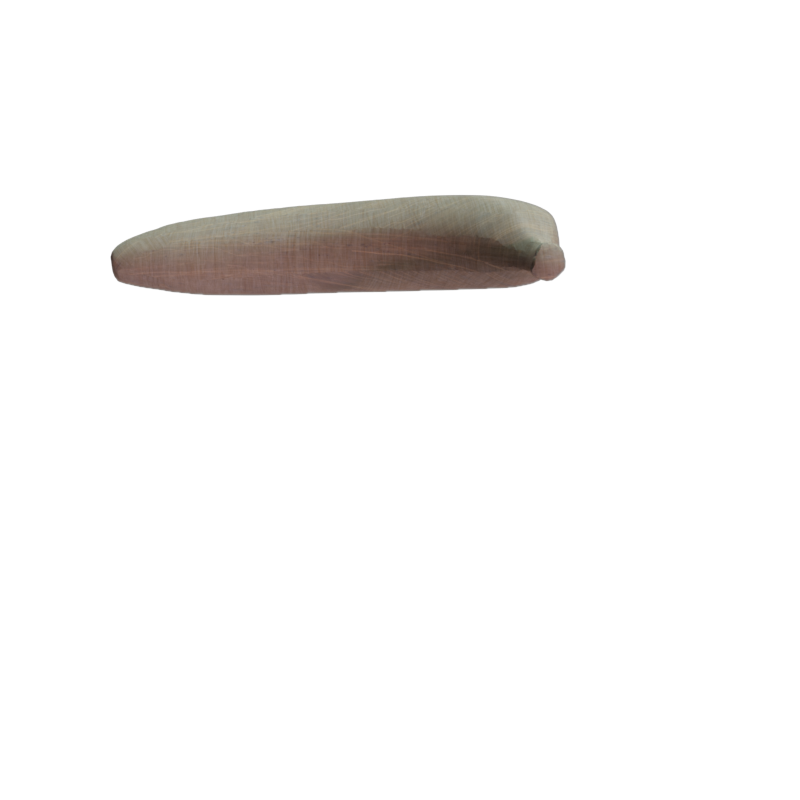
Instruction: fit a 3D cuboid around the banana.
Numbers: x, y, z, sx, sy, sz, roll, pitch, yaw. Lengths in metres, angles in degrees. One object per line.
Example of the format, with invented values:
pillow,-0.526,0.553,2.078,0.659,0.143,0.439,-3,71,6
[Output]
banana,-0.020,-0.060,0.429,0.205,0.037,0.067,2,2,32
